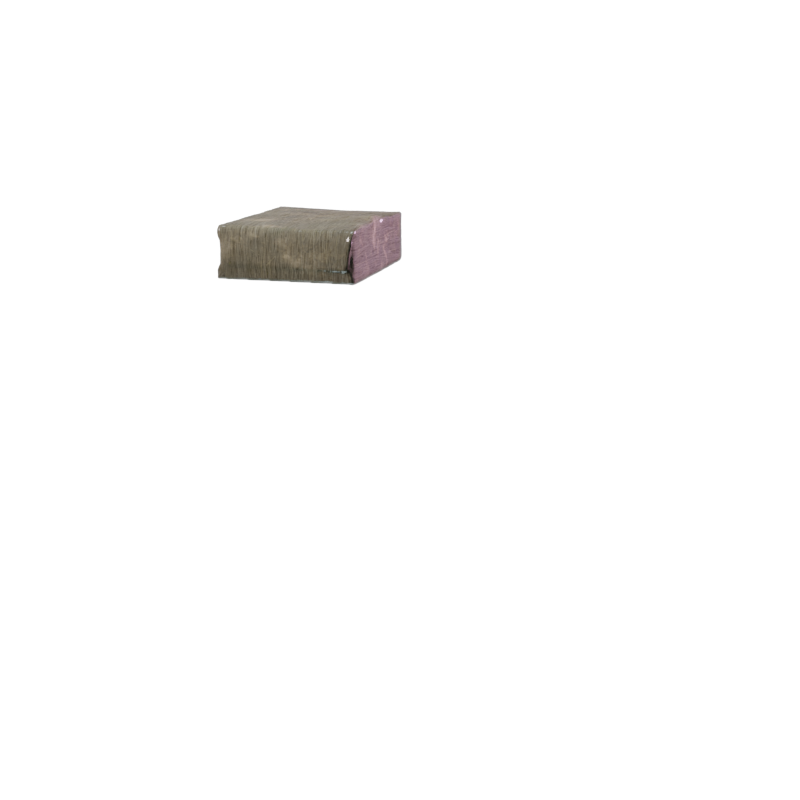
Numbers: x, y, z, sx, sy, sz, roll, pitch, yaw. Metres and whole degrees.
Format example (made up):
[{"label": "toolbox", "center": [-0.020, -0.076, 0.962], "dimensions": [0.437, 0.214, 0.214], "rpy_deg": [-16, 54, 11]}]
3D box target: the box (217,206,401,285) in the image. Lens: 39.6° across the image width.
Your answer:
[{"label": "box", "center": [-0.046, -0.083, 0.583], "dimensions": [0.075, 0.029, 0.089], "rpy_deg": [5, 16, 17]}]
